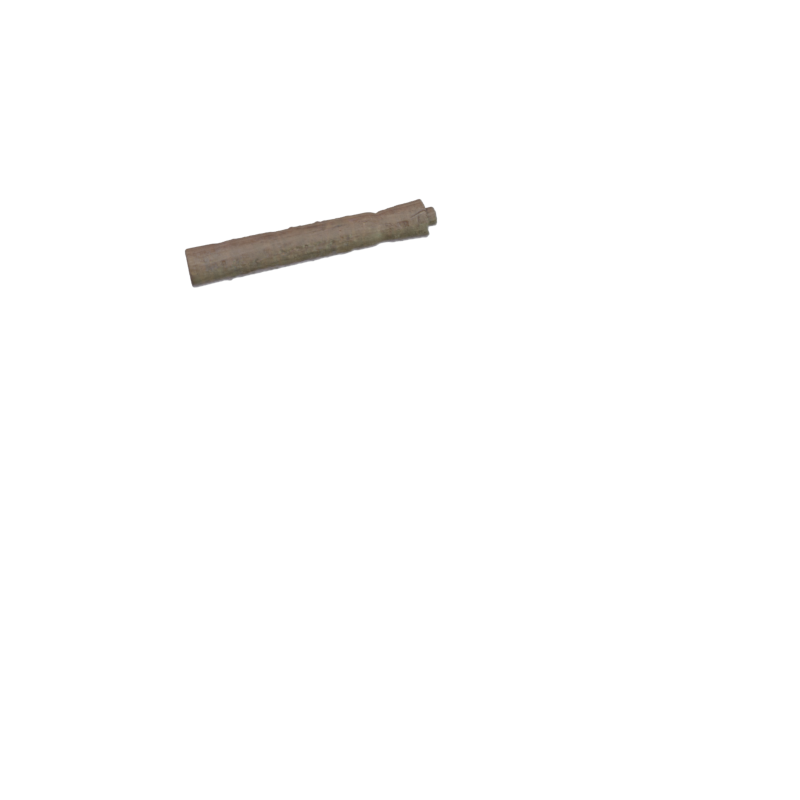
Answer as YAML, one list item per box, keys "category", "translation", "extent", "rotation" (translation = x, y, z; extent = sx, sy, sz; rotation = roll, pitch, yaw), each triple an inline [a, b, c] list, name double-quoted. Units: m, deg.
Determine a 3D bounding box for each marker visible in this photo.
- category: "marker"
  translation: [-0.041, -0.075, 0.527]
  extent: [0.120, 0.020, 0.020]
  rotation: [-13, 6, -7]
